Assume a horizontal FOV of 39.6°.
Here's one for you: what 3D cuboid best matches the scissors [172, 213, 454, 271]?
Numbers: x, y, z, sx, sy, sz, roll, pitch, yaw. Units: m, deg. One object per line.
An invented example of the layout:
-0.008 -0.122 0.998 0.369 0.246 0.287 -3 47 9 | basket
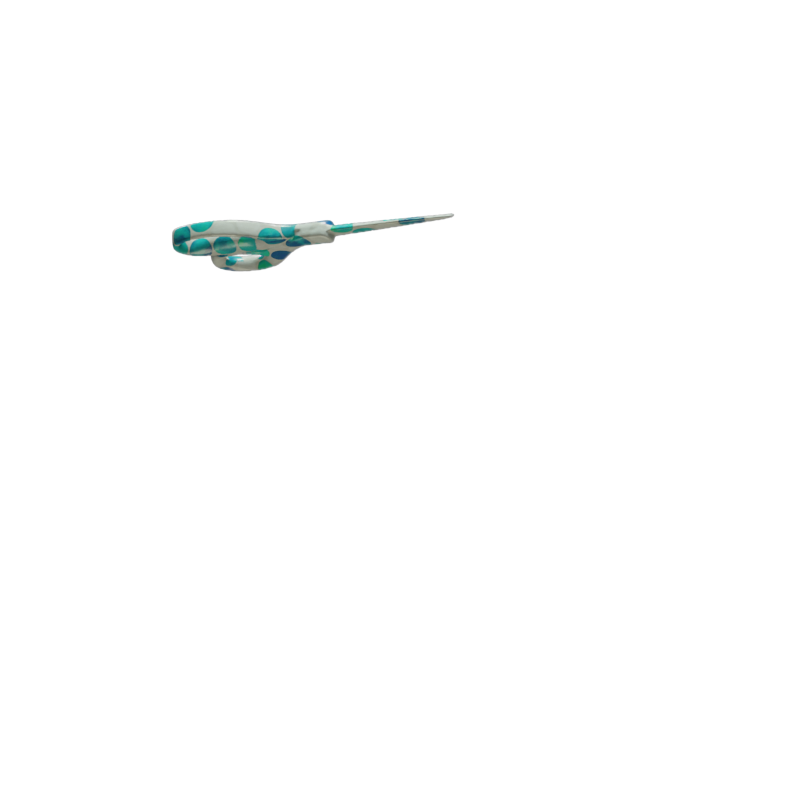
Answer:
-0.063 -0.115 0.804 0.203 0.016 0.092 -1 -11 5 | scissors
